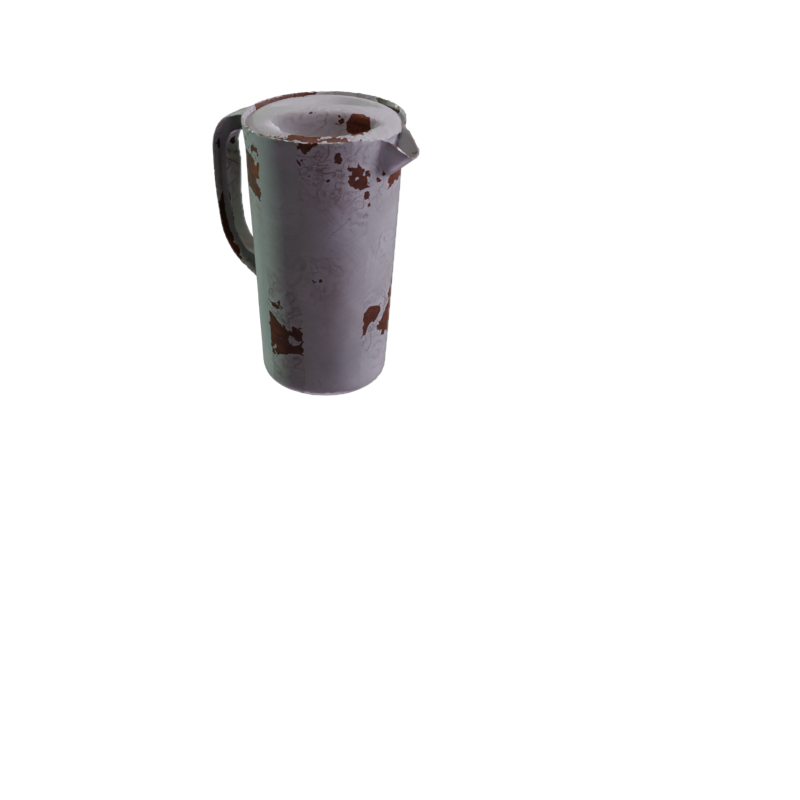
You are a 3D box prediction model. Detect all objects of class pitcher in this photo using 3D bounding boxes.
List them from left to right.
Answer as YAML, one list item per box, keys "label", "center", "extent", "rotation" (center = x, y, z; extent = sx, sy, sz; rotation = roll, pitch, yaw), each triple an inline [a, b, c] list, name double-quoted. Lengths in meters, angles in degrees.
- label: "pitcher"
  center: [-0.074, -0.134, 0.939]
  extent: [0.143, 0.230, 0.160]
  rotation: [-7, 29, -16]
